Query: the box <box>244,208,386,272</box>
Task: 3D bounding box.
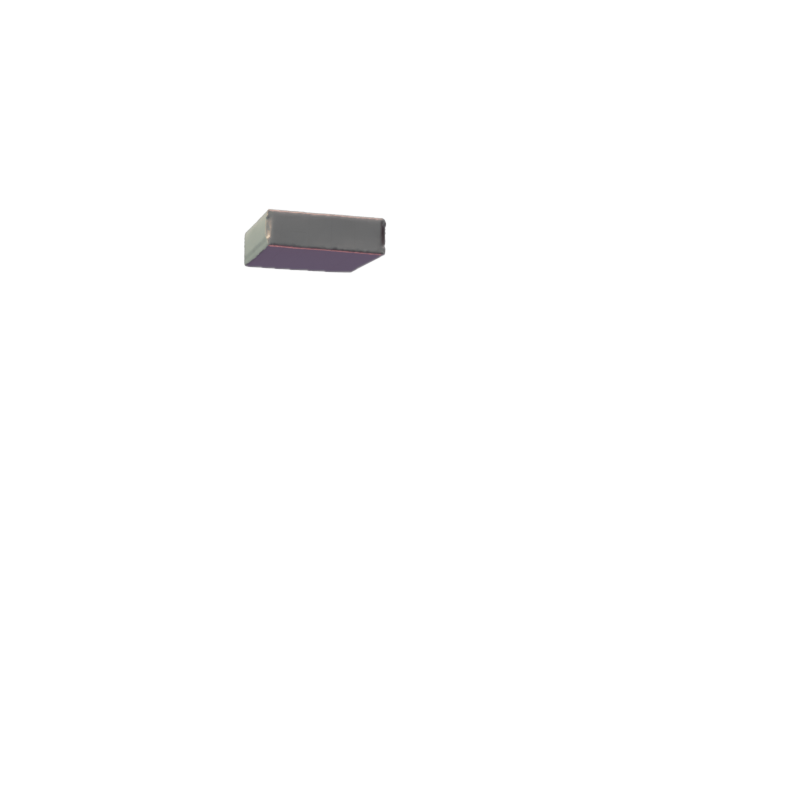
[{"bbox_3d":[-0.063,-0.116,0.811,0.087,0.031,0.073,2,-6,-18],"label":"box"}]
